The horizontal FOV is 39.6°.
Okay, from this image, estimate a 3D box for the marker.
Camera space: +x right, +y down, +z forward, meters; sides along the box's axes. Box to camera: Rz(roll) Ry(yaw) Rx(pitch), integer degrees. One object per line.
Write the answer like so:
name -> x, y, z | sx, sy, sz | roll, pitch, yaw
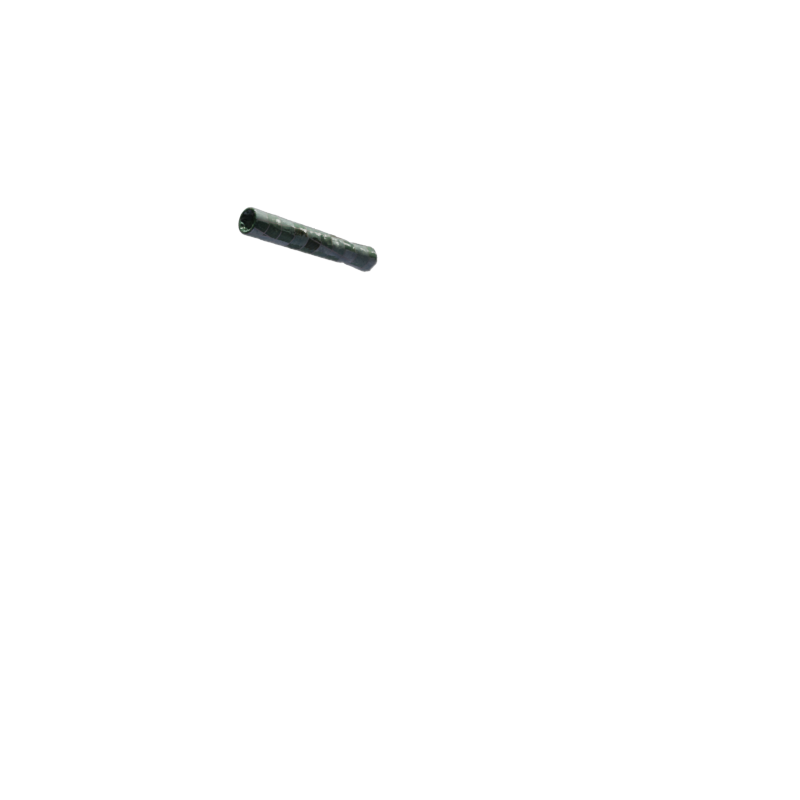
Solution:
marker -> -0.059, -0.108, 0.758 | 0.021, 0.020, 0.114 | 4, -5, 45
